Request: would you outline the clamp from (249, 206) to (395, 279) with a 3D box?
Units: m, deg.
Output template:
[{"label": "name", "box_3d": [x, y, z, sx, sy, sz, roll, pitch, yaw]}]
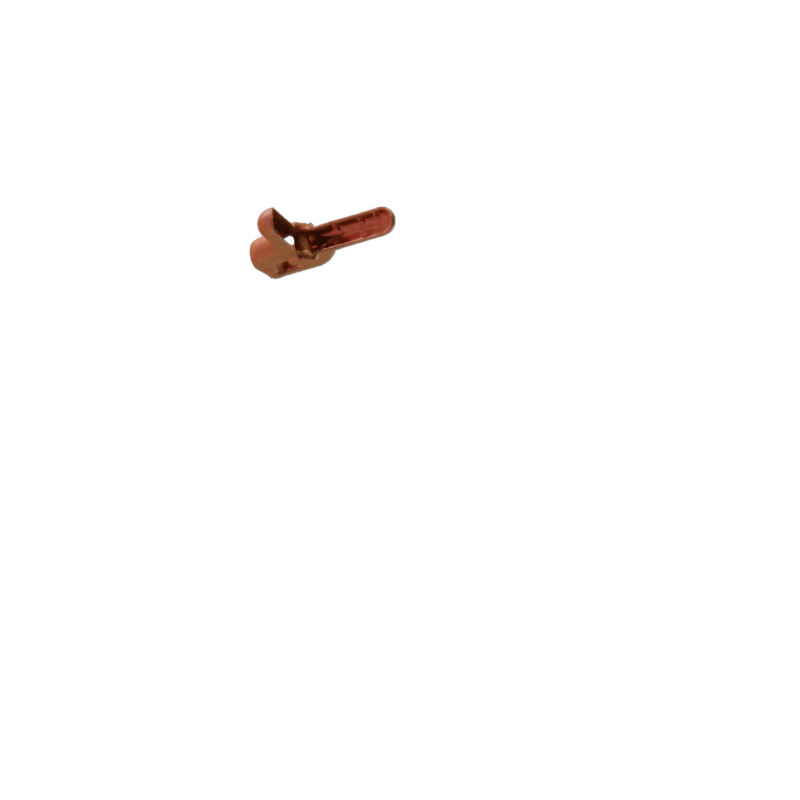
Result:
[{"label": "clamp", "box_3d": [-0.077, -0.141, 0.988, 0.118, 0.040, 0.171, 1, -5, -14]}]
